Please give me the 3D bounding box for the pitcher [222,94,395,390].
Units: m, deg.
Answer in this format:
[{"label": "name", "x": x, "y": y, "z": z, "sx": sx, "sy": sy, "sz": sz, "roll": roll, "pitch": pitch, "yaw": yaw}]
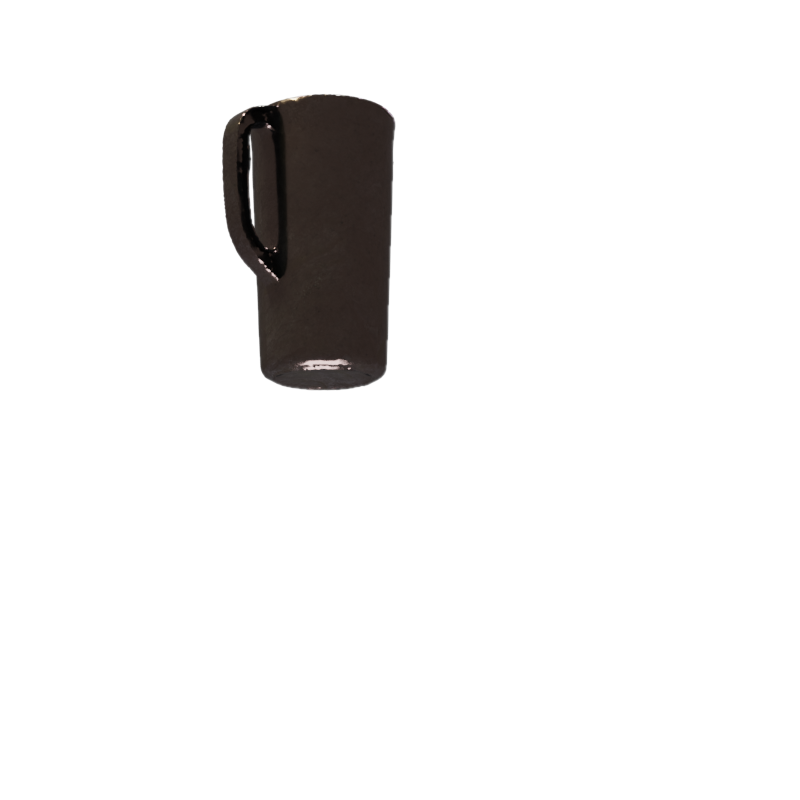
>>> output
[{"label": "pitcher", "x": -0.076, "y": -0.139, "z": 0.971, "sx": 0.149, "sy": 0.253, "sz": 0.139, "roll": -1, "pitch": -17, "yaw": 0}]
